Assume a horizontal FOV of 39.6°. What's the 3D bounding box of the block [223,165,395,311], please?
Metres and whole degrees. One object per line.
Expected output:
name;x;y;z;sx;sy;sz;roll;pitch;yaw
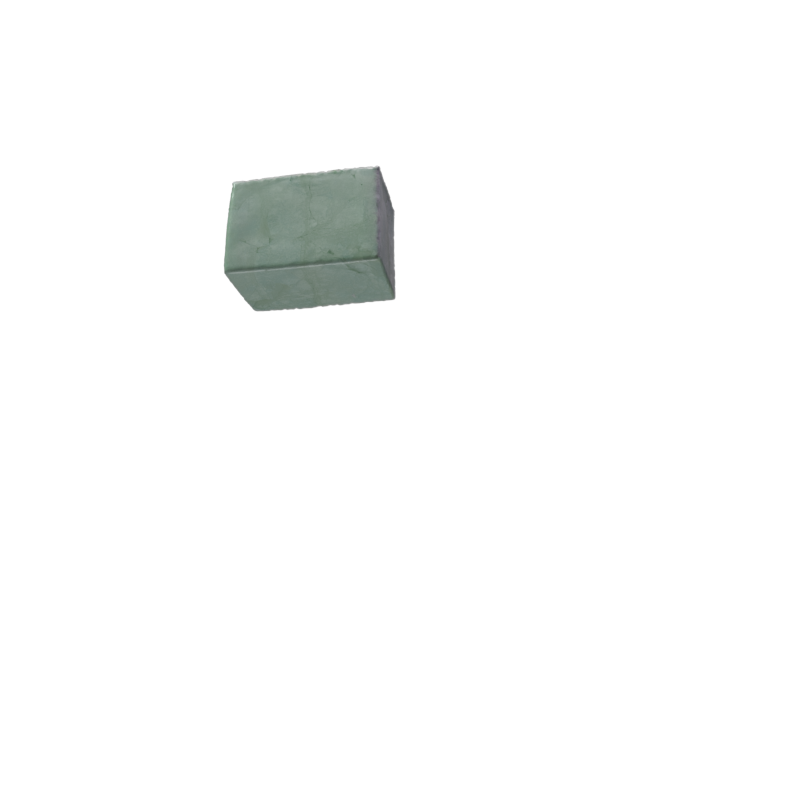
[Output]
block;-0.044;-0.080;0.560;0.079;0.054;0.049;-4;-23;10
